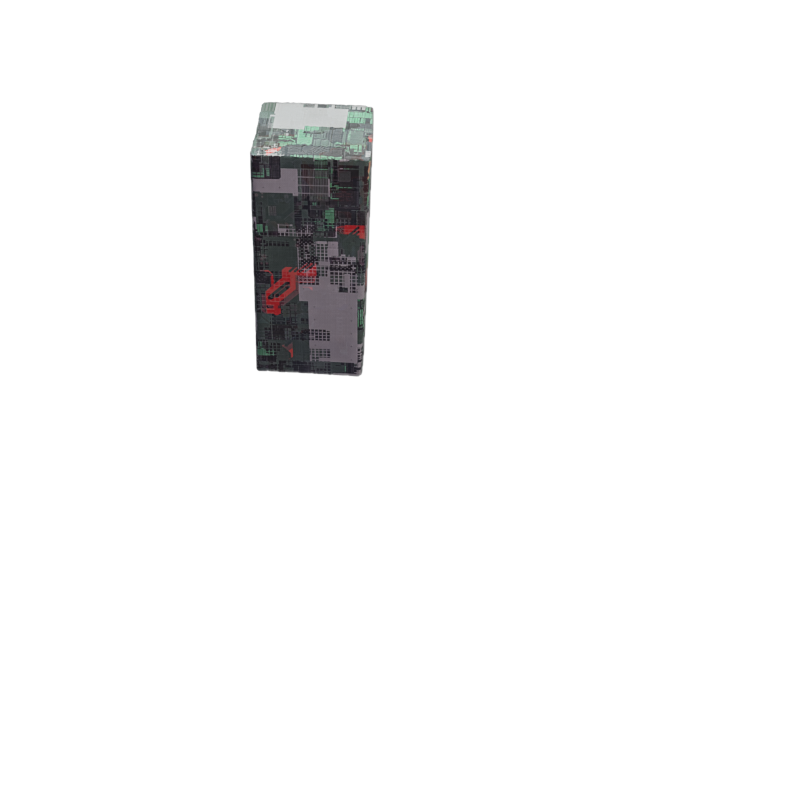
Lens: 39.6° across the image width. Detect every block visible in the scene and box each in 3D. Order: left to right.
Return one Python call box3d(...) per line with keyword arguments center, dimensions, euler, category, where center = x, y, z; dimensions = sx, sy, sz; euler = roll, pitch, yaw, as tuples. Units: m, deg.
box3d(center=(-0.070, -0.129, 0.900), dimensions=(0.091, 0.193, 0.096), euler=(3, 37, 1), category="block")
